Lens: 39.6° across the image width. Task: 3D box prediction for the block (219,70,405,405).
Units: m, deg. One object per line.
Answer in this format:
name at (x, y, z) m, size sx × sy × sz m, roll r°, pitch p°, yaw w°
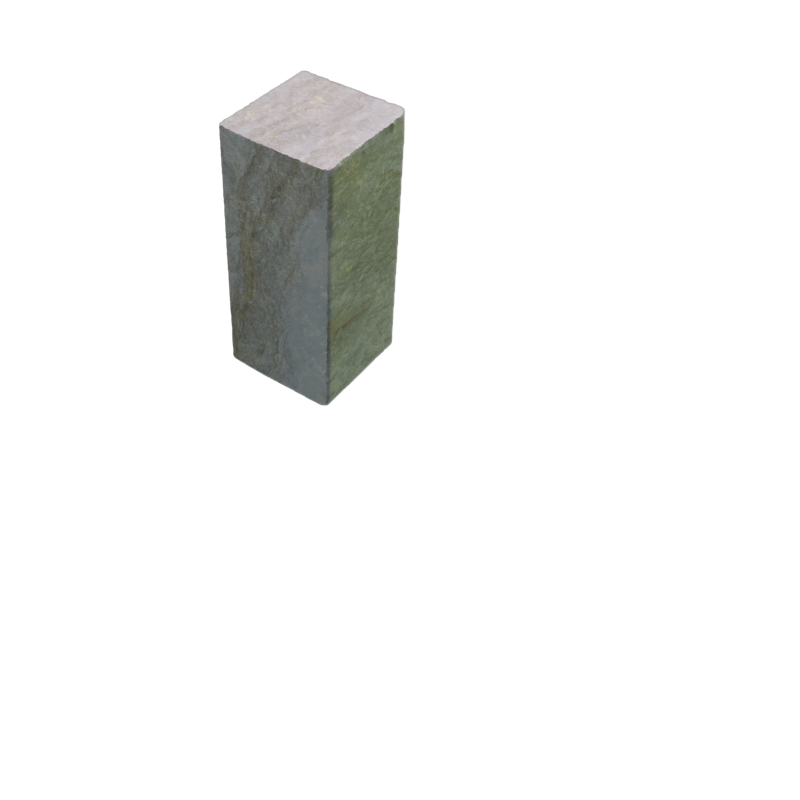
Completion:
block at (-0.060, -0.110, 0.774) m, size 0.095 × 0.192 × 0.092 m, roll 27°, pitch 47°, yaw 24°
